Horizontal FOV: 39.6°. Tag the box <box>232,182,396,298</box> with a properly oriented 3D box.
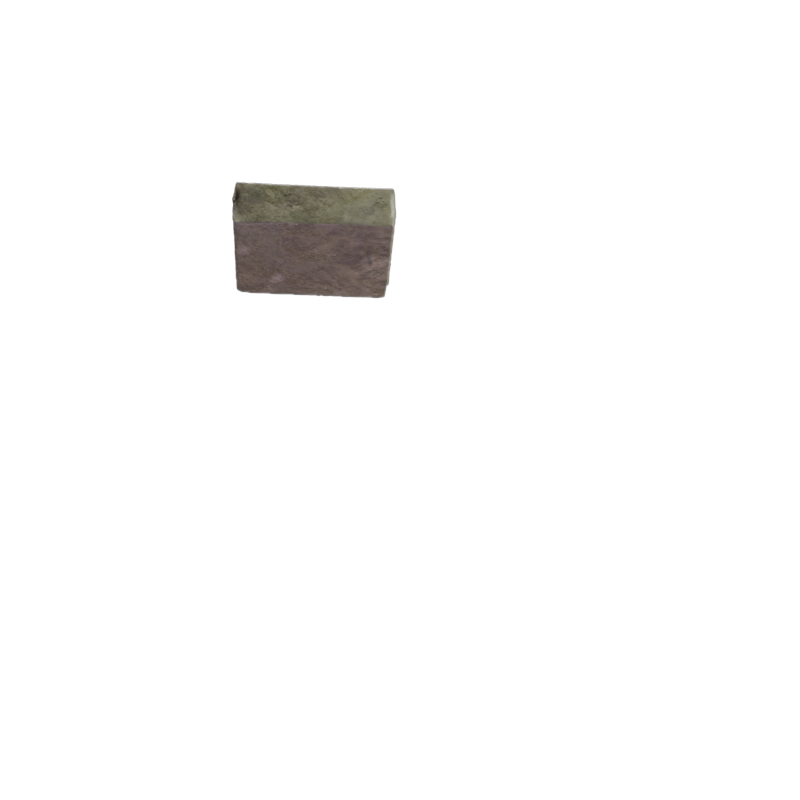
[{"bbox_3d":[-0.062,-0.113,0.789,0.113,0.042,0.084,1,-32,-3],"label":"box"}]
